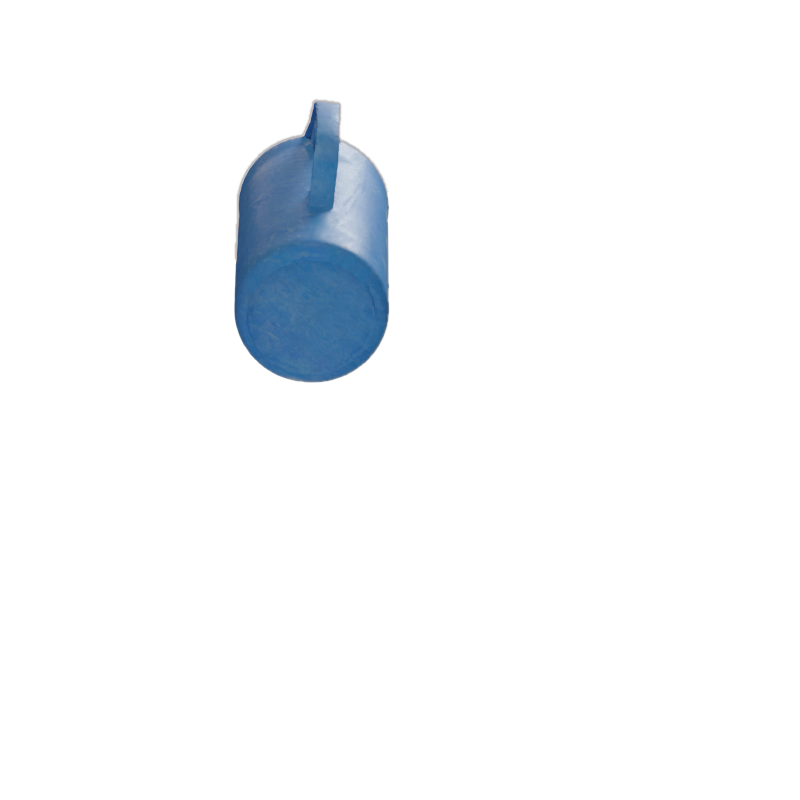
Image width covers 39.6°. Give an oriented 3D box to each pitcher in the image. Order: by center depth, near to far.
[{"bbox_3d":[-0.068,-0.124,0.869,0.144,0.142,0.256,-34,23,13],"label":"pitcher"}]
